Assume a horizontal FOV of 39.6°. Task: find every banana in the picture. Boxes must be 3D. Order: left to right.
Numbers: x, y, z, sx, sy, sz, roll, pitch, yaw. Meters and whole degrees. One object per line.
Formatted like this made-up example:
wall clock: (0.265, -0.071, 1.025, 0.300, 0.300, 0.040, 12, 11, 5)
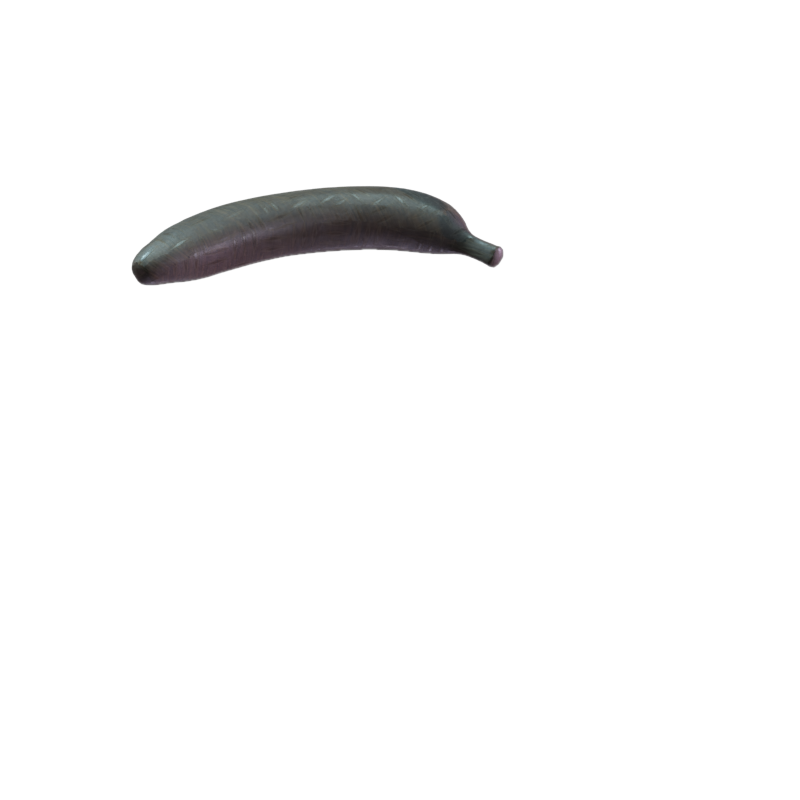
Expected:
banana: (-0.047, -0.091, 0.599, 0.195, 0.035, 0.074, -6, 25, -13)
